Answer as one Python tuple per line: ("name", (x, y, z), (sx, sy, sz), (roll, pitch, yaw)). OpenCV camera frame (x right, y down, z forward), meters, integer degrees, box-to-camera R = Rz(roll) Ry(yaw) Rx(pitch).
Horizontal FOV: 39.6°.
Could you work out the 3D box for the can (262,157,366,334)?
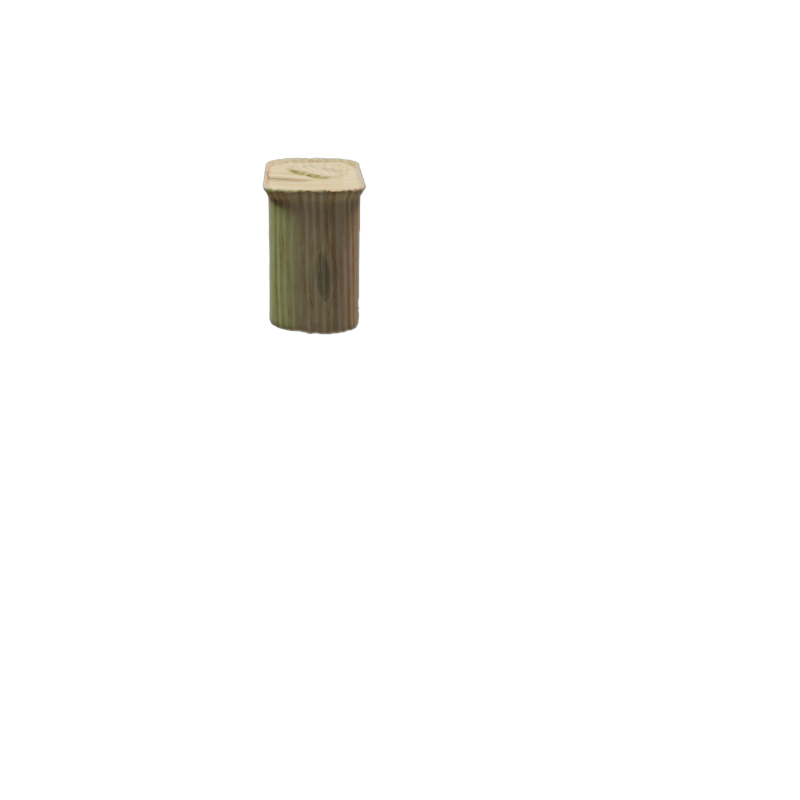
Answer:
("can", (-0.051, -0.094, 0.656), (0.057, 0.081, 0.106), (-1, 19, -4))
